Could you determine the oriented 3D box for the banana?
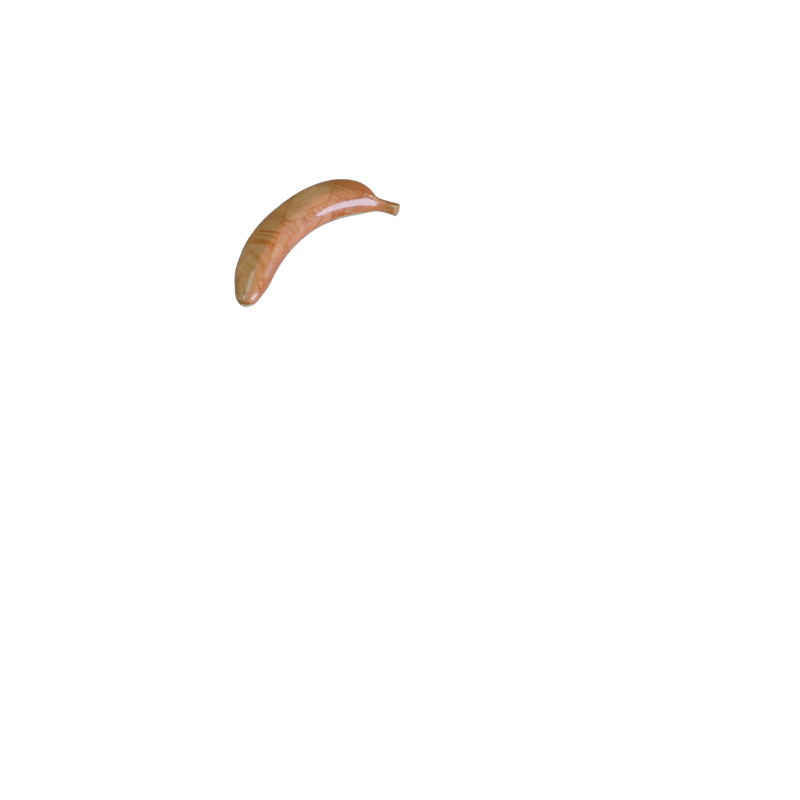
[{"bbox_3d":[-0.089,-0.154,1.003,0.074,0.034,0.199,34,55,28],"label":"banana"}]
